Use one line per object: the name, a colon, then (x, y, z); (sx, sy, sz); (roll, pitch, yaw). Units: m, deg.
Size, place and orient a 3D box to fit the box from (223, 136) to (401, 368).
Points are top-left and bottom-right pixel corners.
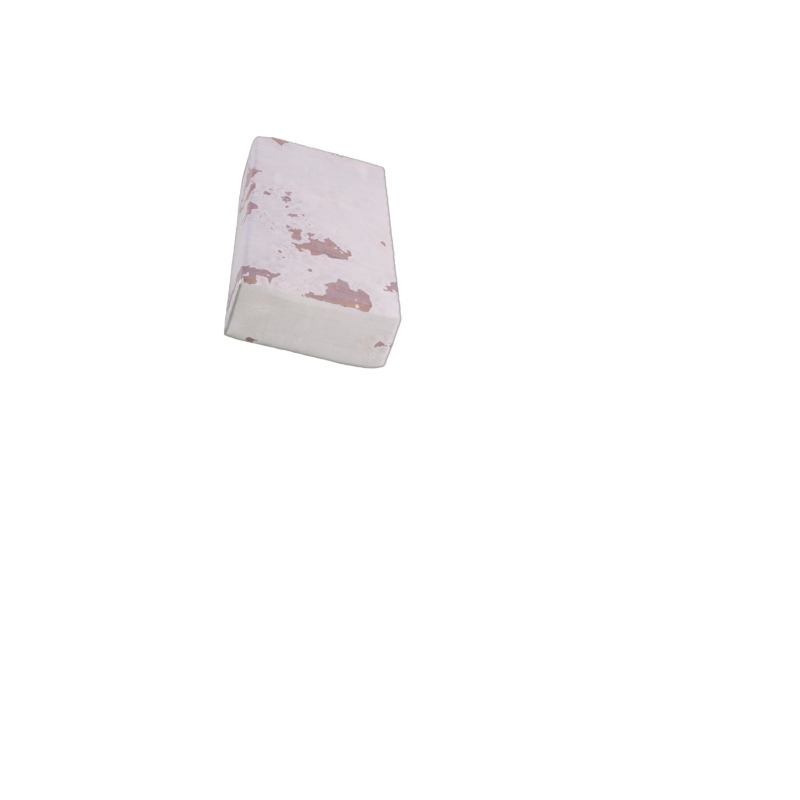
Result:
box: (-0.053, -0.096, 0.672); (0.091, 0.046, 0.189); (12, 37, -13)
